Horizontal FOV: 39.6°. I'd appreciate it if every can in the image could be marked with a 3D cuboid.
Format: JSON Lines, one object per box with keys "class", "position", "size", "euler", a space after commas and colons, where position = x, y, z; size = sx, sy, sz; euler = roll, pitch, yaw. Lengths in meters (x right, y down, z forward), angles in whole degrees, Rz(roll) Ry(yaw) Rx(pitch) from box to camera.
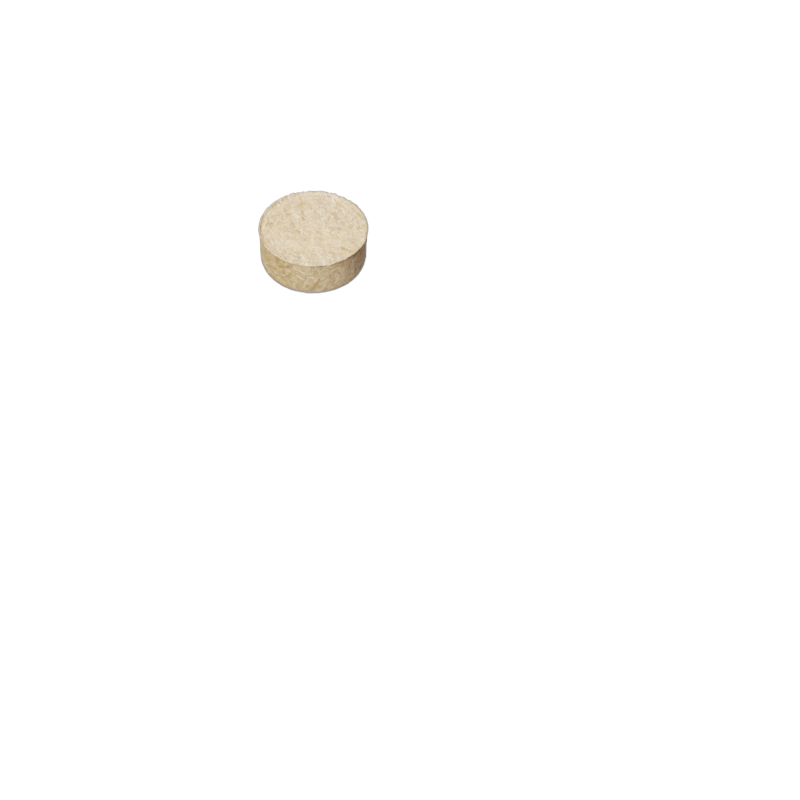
{"class": "can", "position": [-0.068, -0.125, 0.872], "size": [0.086, 0.092, 0.031], "euler": [-1, -42, -1]}
